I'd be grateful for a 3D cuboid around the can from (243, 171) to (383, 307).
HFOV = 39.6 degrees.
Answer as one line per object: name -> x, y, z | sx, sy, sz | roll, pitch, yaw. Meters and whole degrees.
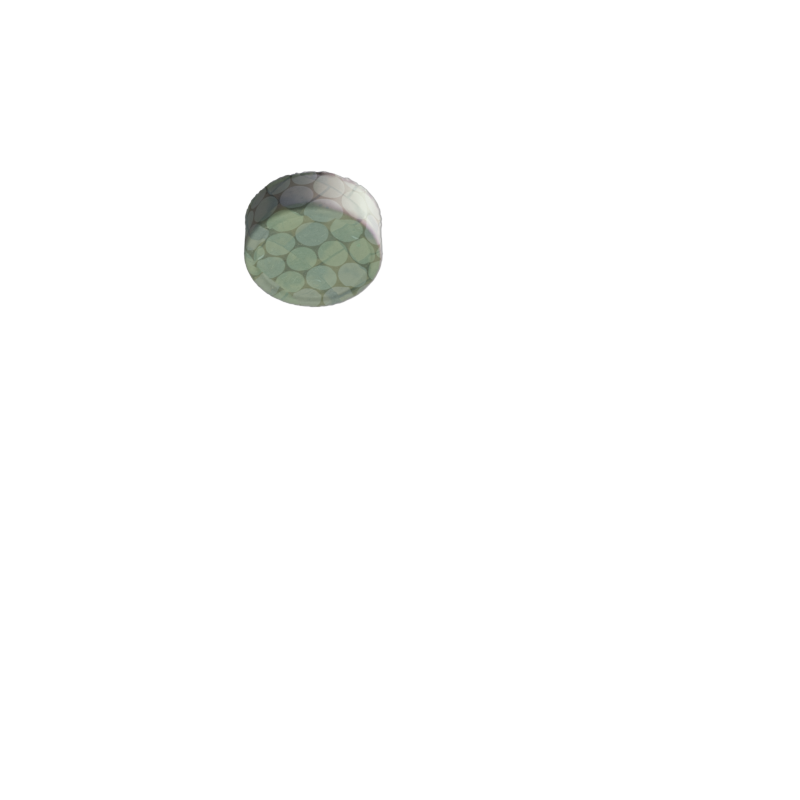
can -> -0.053, -0.097, 0.680 | 0.086, 0.036, 0.080 | 1, -43, -1
